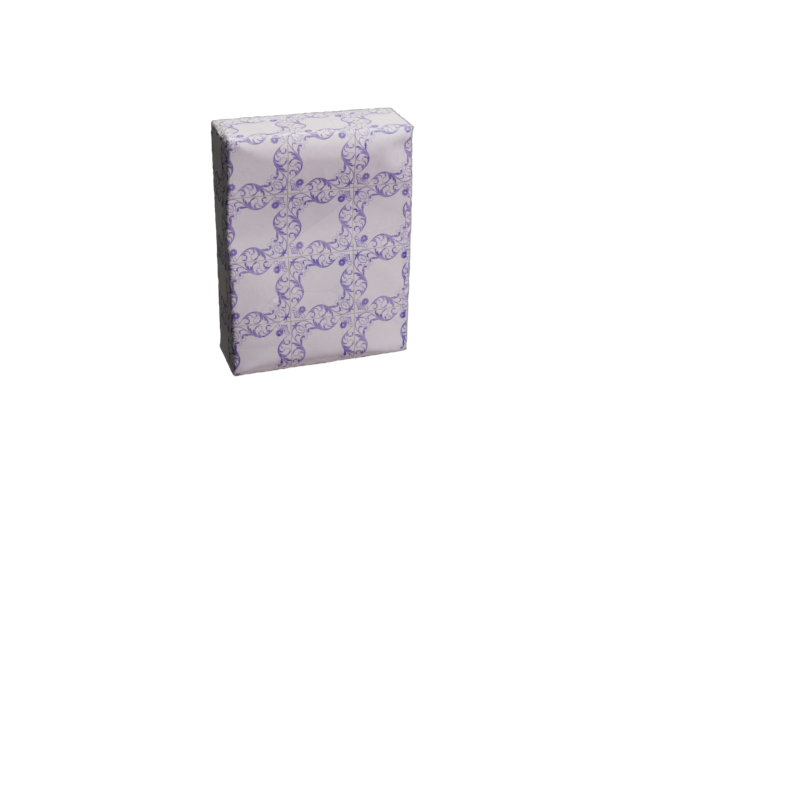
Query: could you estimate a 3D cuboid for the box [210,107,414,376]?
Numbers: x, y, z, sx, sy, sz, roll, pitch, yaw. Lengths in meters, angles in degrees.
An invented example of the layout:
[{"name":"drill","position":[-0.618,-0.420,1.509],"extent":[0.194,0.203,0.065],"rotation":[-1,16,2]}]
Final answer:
[{"name":"box","position":[-0.075,-0.137,0.960],"extent":[0.161,0.203,0.077],"rotation":[-7,25,-16]}]
